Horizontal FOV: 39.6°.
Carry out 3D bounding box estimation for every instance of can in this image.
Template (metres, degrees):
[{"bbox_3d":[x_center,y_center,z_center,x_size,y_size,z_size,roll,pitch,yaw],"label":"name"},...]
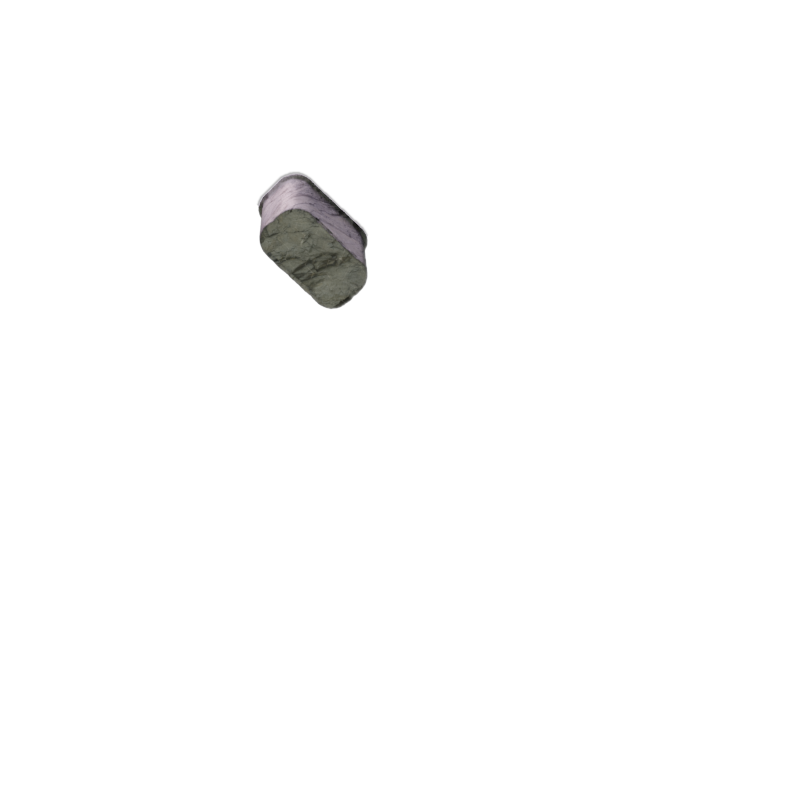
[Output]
[{"bbox_3d":[-0.074,-0.135,0.948,0.098,0.057,0.088,42,17,-19],"label":"can"}]
